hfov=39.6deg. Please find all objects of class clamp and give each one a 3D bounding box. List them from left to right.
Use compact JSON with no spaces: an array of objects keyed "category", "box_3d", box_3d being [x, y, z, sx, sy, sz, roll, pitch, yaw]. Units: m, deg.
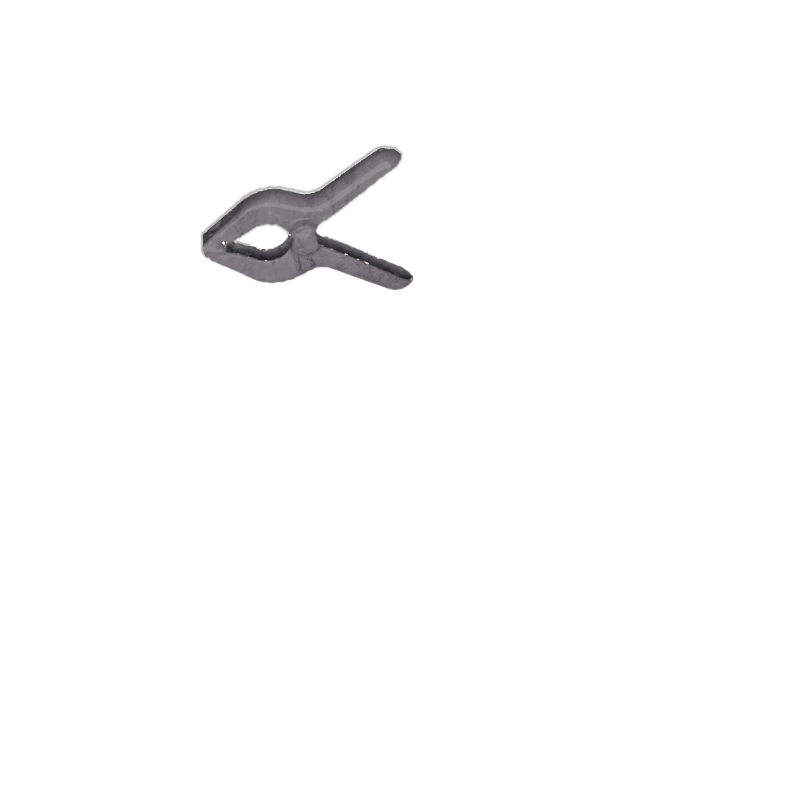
[{"category":"clamp","box_3d":[-0.069,-0.127,0.887,0.172,0.115,0.041,-14,19,5]}]
